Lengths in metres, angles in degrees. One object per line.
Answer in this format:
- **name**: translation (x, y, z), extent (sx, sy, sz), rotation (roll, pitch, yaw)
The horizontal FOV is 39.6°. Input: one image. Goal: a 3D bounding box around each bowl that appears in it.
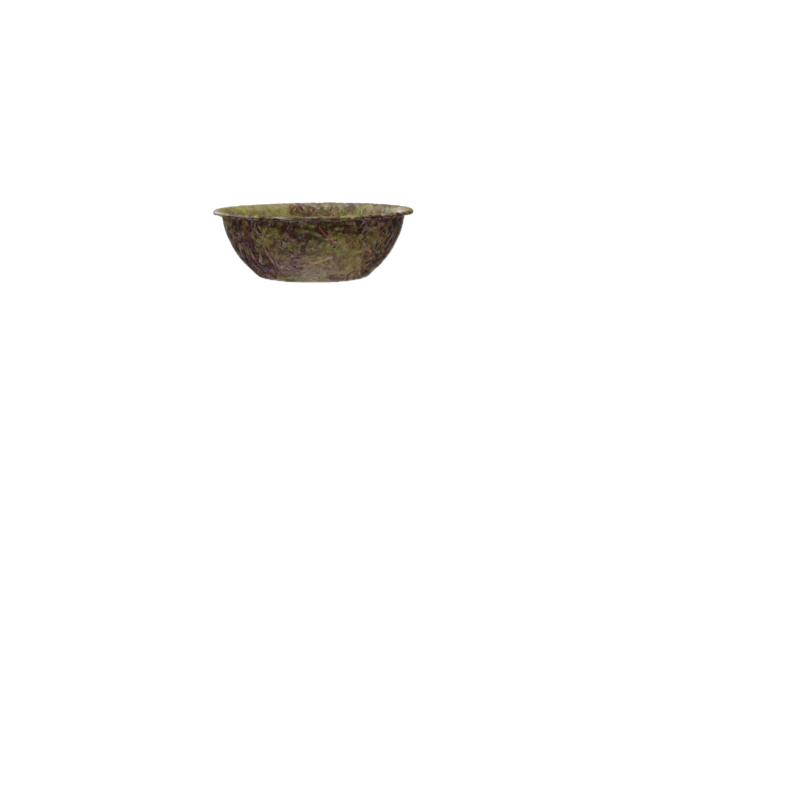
- **bowl**: translation (-0.070, -0.128, 0.895), extent (0.162, 0.054, 0.166), rotation (0, 13, -2)
